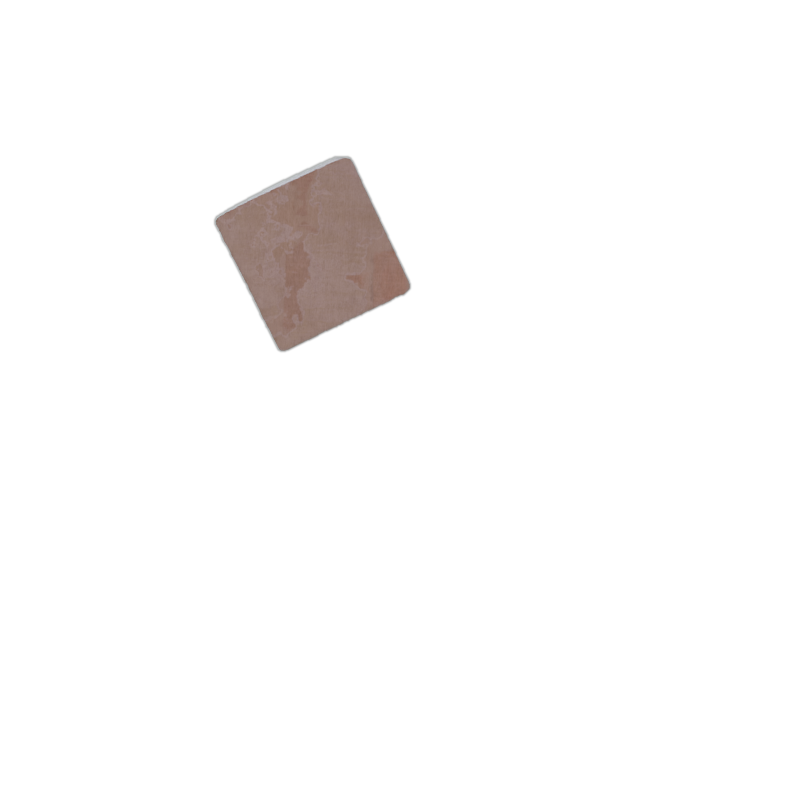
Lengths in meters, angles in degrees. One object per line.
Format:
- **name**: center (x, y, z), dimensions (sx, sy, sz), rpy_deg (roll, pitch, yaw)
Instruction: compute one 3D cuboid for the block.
- **block**: center (-0.058, -0.108, 0.750), dimensions (0.090, 0.089, 0.210), rpy_deg (-25, 11, 1)
